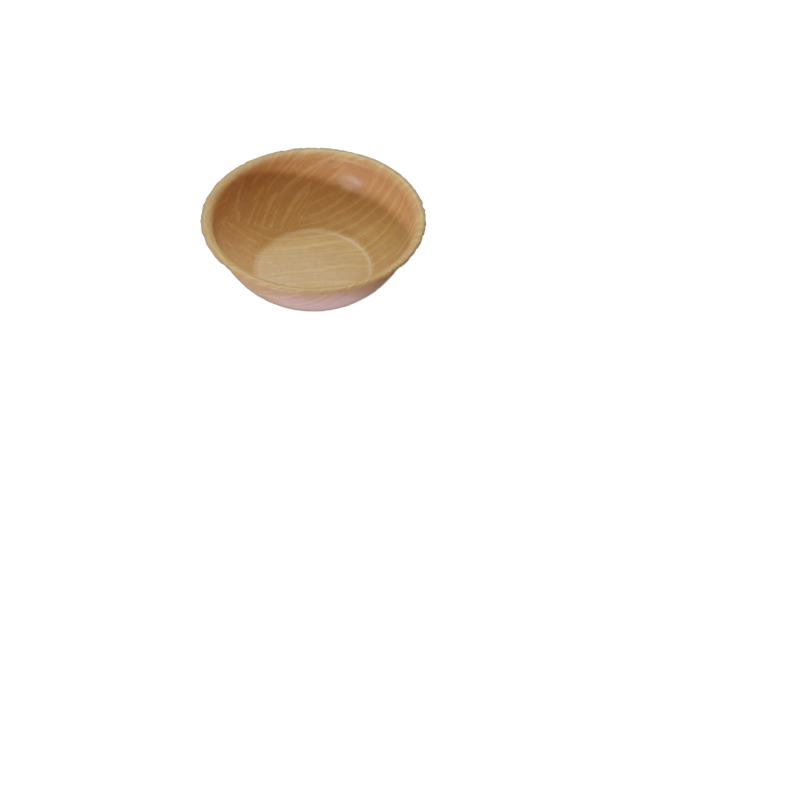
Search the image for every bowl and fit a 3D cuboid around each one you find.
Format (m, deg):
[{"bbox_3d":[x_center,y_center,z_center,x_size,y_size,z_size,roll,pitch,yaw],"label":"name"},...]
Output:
[{"bbox_3d":[-0.064,-0.116,0.811,0.162,0.174,0.051,-1,-45,-1],"label":"bowl"}]
